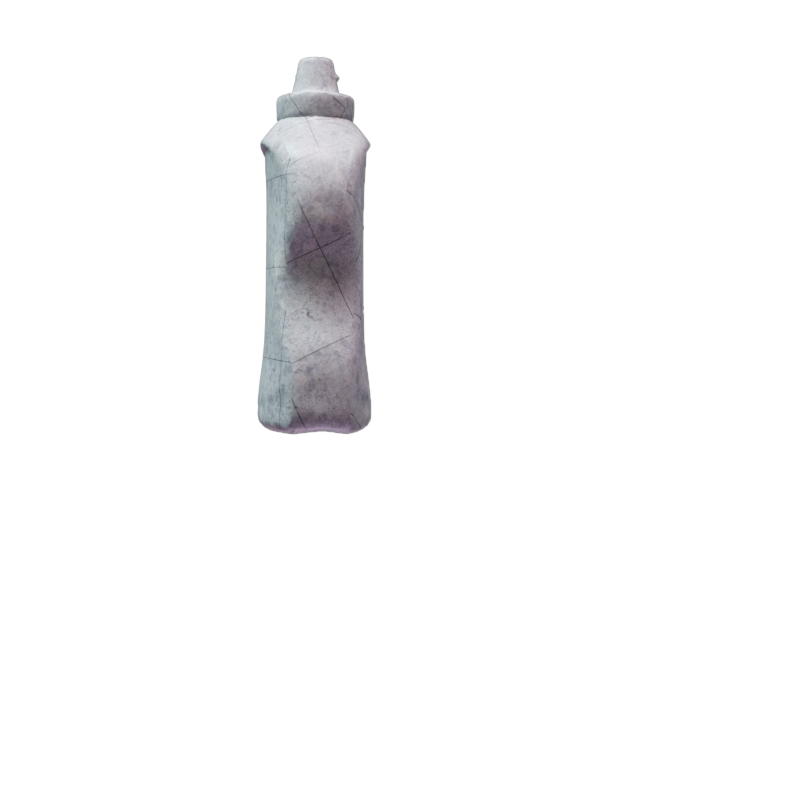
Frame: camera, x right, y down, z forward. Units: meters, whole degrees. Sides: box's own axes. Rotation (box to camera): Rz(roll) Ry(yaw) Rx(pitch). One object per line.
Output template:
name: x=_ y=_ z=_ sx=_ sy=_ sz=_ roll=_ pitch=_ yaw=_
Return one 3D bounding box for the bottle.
bottle: x=-0.045 y=-0.082 z=0.576 sx=0.058 sy=0.193 sz=0.096 roll=0 pitch=-2 yaw=-6
